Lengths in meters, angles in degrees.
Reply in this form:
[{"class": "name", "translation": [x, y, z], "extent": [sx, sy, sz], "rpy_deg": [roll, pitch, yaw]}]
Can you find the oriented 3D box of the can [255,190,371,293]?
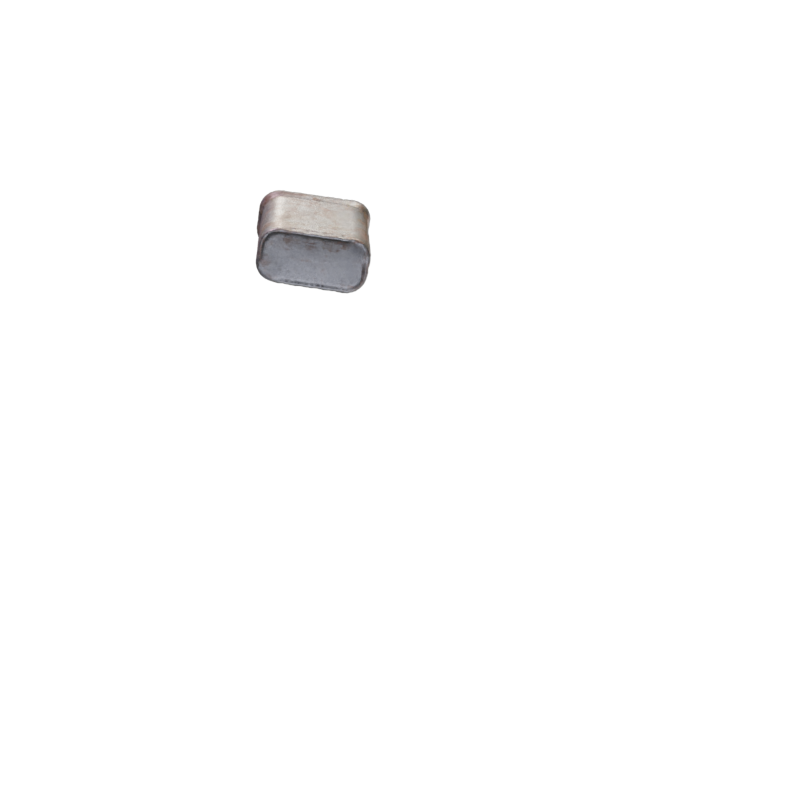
[{"class": "can", "translation": [-0.076, -0.139, 0.975], "extent": [0.101, 0.055, 0.089], "rpy_deg": [7, 28, -5]}]
